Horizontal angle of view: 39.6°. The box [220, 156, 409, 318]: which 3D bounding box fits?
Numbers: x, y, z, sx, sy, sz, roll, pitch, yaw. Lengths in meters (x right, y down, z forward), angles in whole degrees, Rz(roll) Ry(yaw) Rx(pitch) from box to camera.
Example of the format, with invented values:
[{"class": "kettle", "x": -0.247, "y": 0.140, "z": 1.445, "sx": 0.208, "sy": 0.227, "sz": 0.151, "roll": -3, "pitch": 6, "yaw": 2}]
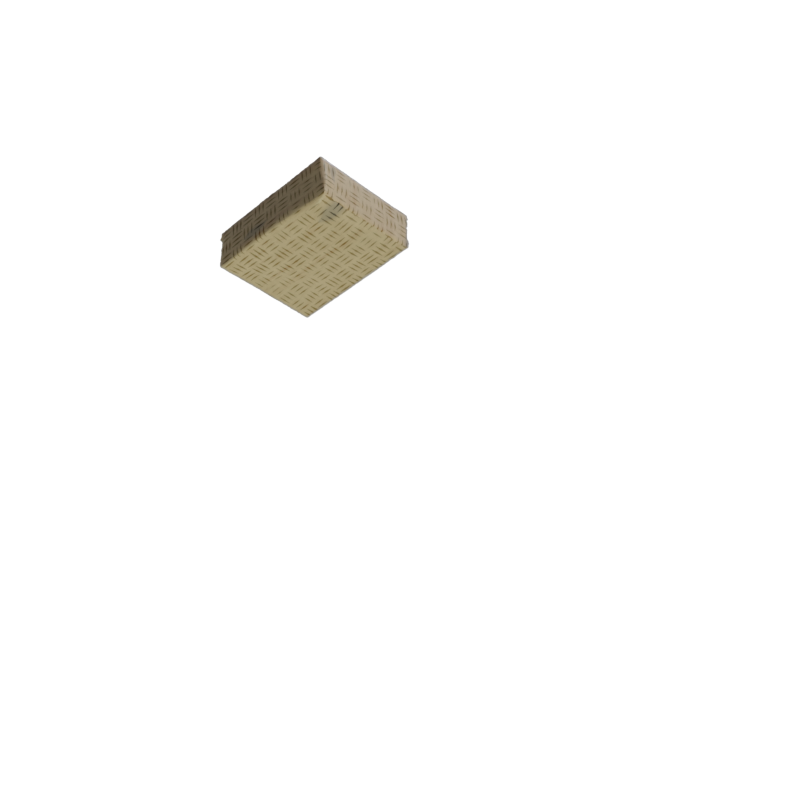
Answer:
[{"class": "box", "x": -0.064, "y": -0.117, "z": 0.816, "sx": 0.113, "sy": 0.042, "sz": 0.084, "roll": -30, "pitch": -46, "yaw": 34}]
